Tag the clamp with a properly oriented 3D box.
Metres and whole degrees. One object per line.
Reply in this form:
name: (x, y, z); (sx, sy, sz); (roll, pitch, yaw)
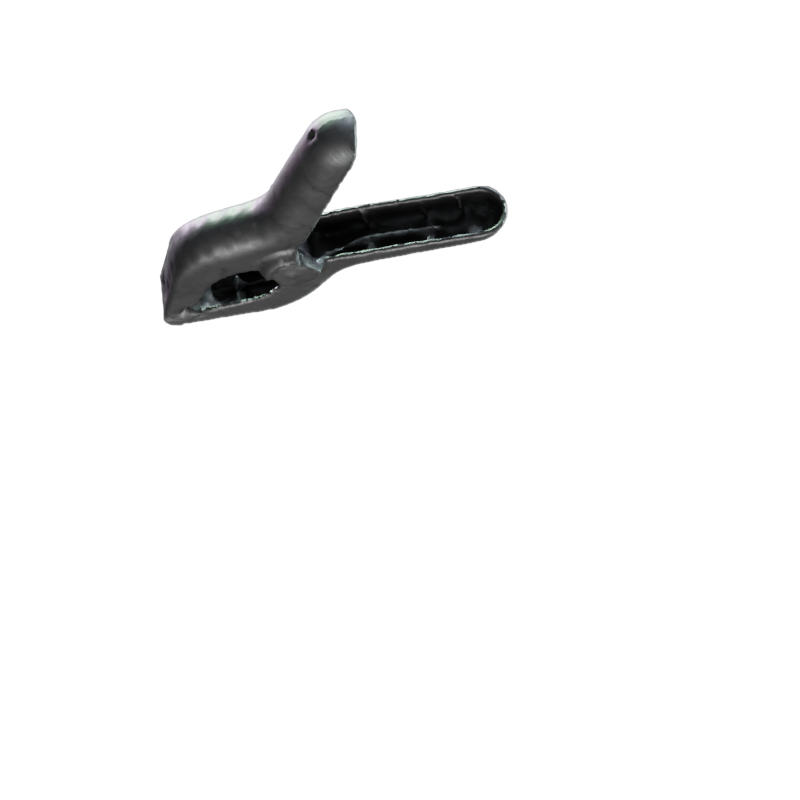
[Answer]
clamp: (-0.040, -0.072, 0.507); (0.113, 0.041, 0.172); (18, -28, -39)
